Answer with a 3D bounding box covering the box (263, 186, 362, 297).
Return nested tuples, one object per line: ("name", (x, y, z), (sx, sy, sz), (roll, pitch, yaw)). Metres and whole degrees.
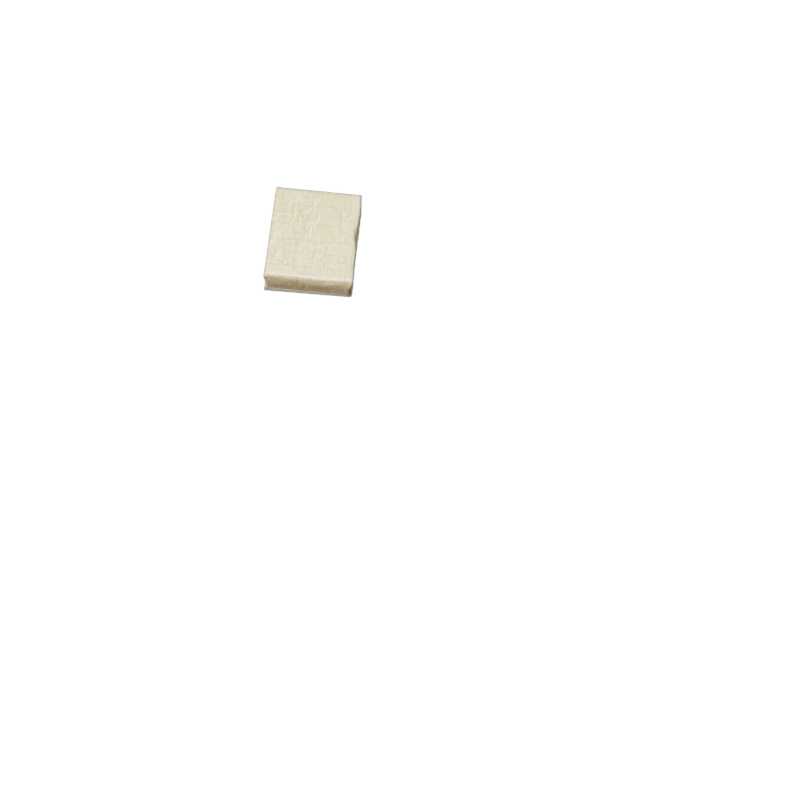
("box", (-0.072, -0.131, 0.916), (0.073, 0.095, 0.028), (5, -30, 2))
